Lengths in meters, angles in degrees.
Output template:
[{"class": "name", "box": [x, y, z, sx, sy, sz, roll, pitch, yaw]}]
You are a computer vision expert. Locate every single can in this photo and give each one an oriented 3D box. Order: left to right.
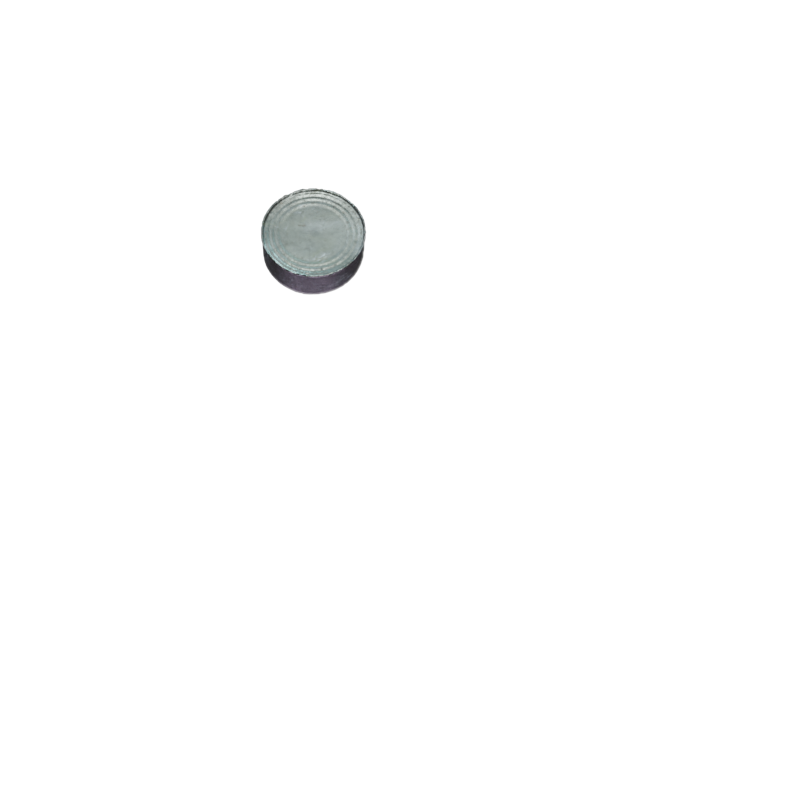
[{"class": "can", "box": [-0.072, -0.131, 0.917, 0.086, 0.091, 0.031, -1, -30, -1]}]
